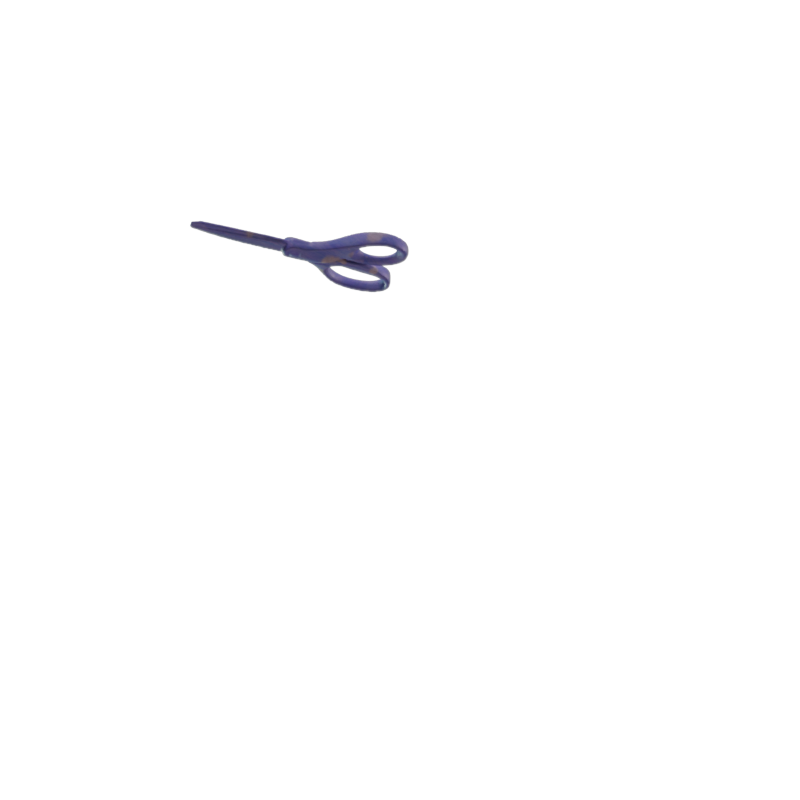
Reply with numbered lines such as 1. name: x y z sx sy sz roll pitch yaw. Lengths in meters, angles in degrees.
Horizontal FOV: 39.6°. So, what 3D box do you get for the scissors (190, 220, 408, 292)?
1. scissors: -0.077 -0.141 0.989 0.190 0.017 0.096 20 -33 -35
